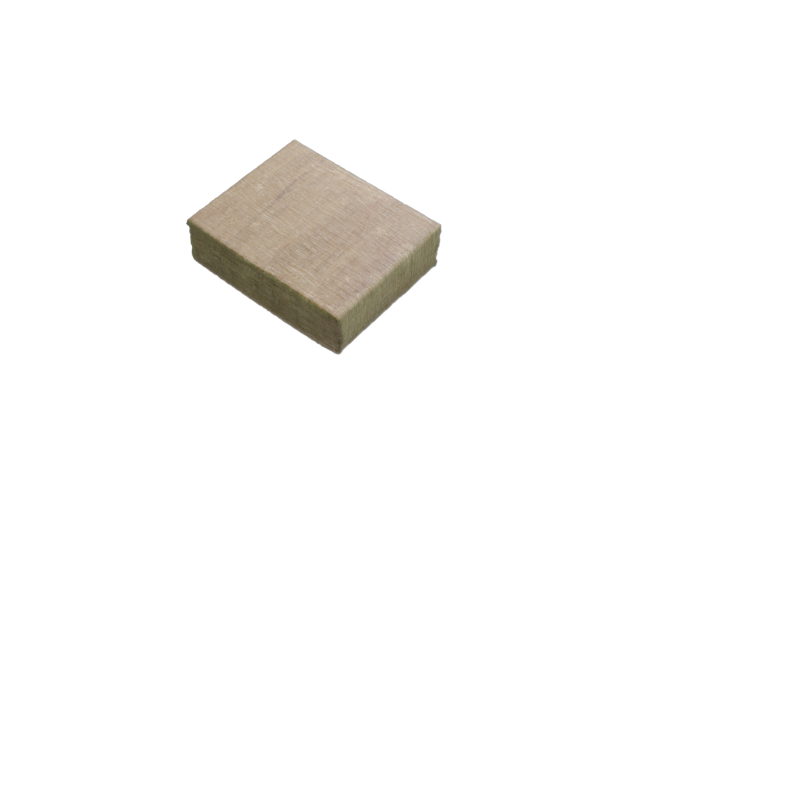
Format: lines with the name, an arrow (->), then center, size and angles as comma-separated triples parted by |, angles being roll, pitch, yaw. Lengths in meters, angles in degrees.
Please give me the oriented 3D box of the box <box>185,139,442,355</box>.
box -> -0.048, -0.088, 0.618 | 0.120, 0.036, 0.091 | 34, 59, 23
